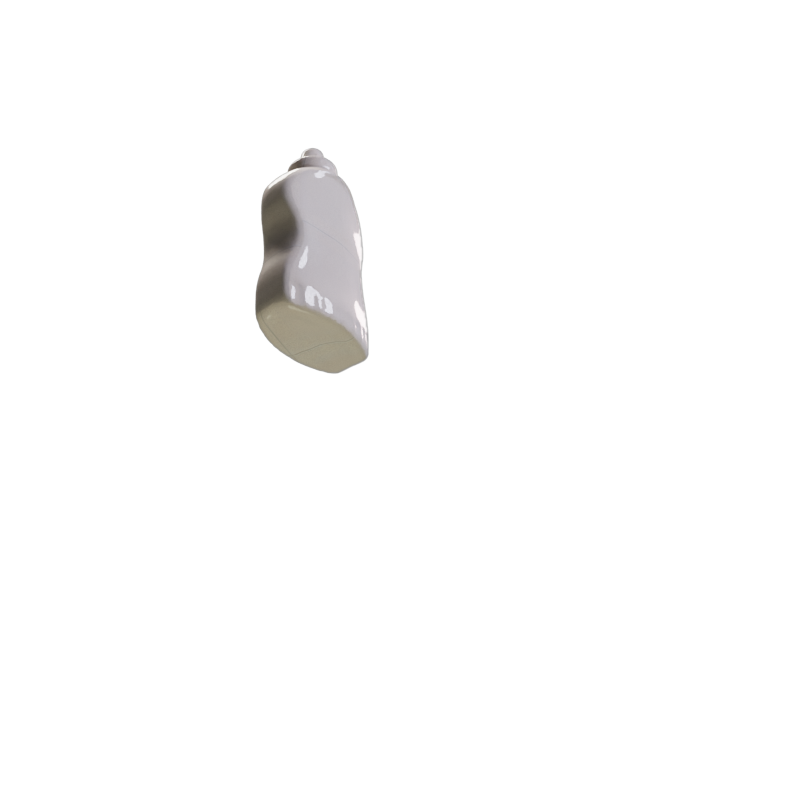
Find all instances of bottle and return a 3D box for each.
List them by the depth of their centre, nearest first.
[{"bbox_3d":[-0.067,-0.121,0.852,0.058,0.206,0.090,-29,-45,30],"label":"bottle"}]
